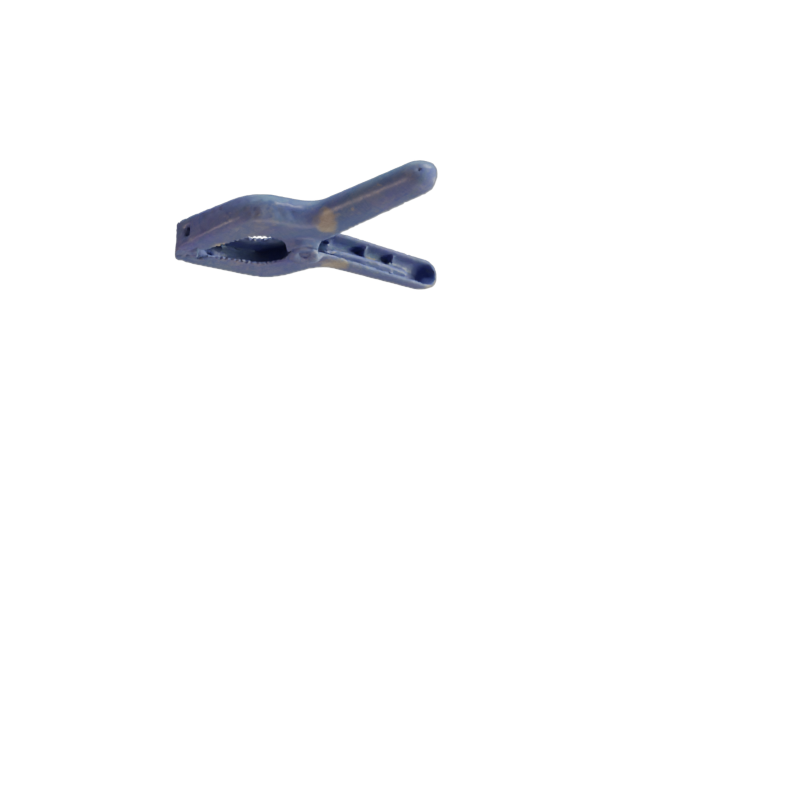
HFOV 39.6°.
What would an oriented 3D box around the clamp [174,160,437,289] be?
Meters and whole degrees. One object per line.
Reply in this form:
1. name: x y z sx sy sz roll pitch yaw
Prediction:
1. clamp: -0.067 -0.123 0.860 0.212 0.039 0.153 -5 -26 9
